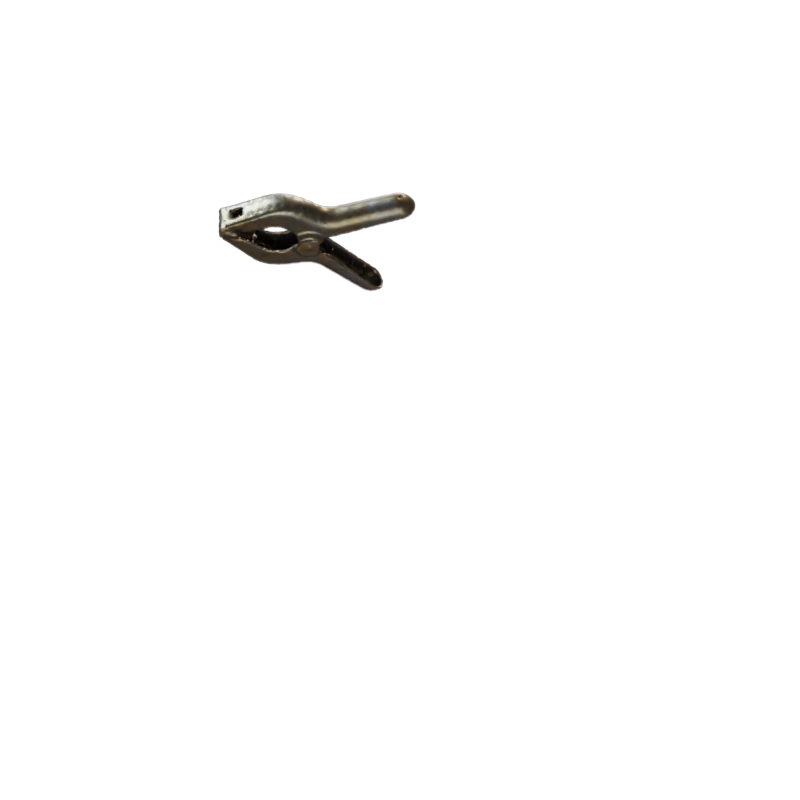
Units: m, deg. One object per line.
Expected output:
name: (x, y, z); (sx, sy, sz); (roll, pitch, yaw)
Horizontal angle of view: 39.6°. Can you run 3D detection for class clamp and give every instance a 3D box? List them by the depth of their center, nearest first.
clamp: (-0.078, -0.143, 1.000); (0.171, 0.042, 0.112); (3, -44, -4)
